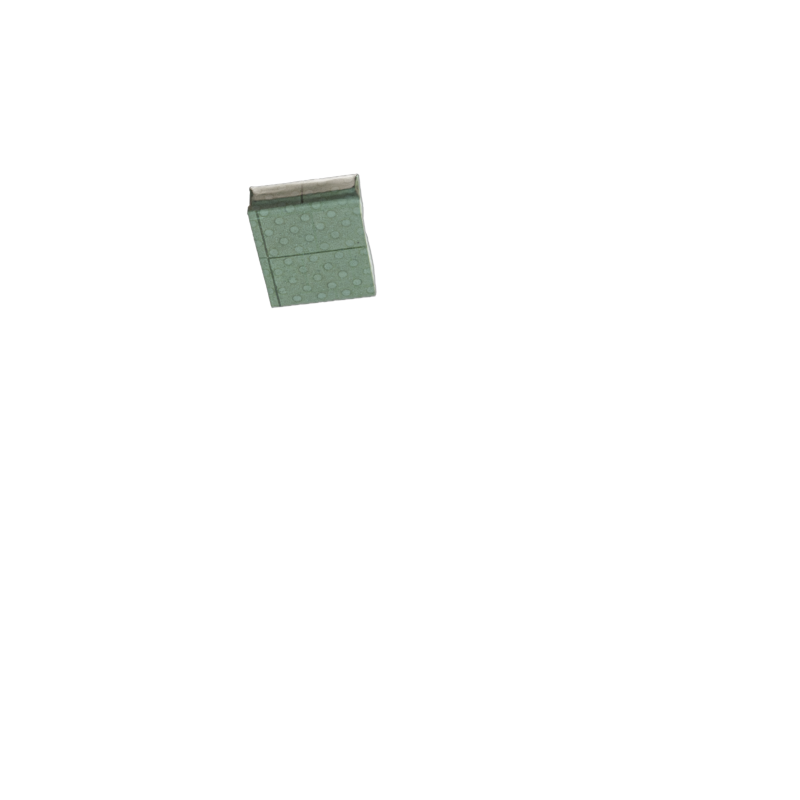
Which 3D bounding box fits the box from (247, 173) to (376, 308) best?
[{"bbox_3d":[-0.058,-0.105,0.735,0.073,0.083,0.032,-6,43,5],"label":"box"}]
